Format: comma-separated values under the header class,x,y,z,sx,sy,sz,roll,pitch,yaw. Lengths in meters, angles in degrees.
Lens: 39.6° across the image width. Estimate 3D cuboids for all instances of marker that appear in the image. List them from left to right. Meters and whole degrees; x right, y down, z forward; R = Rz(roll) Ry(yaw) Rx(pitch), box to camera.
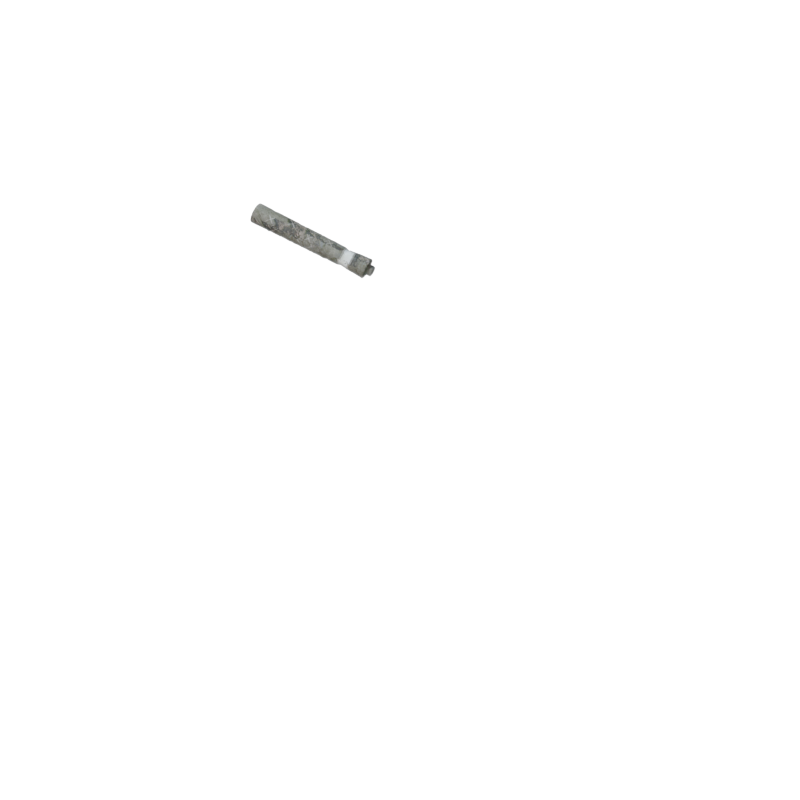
class,x,y,z,sx,sy,sz,roll,pitch,yaw
marker,-0.078,-0.142,0.996,0.124,0.019,0.019,28,9,11
